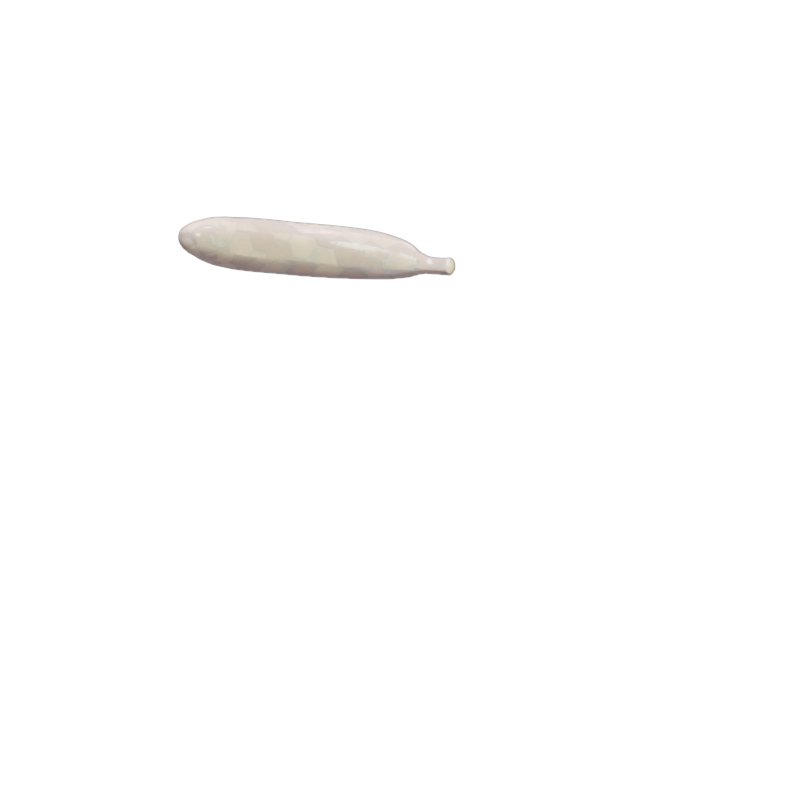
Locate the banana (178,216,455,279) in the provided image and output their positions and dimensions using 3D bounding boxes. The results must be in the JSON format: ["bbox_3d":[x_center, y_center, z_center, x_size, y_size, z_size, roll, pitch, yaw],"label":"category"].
[{"bbox_3d":[-0.063,-0.104,0.753,0.191,0.037,0.071,1,-4,-25],"label":"banana"}]
